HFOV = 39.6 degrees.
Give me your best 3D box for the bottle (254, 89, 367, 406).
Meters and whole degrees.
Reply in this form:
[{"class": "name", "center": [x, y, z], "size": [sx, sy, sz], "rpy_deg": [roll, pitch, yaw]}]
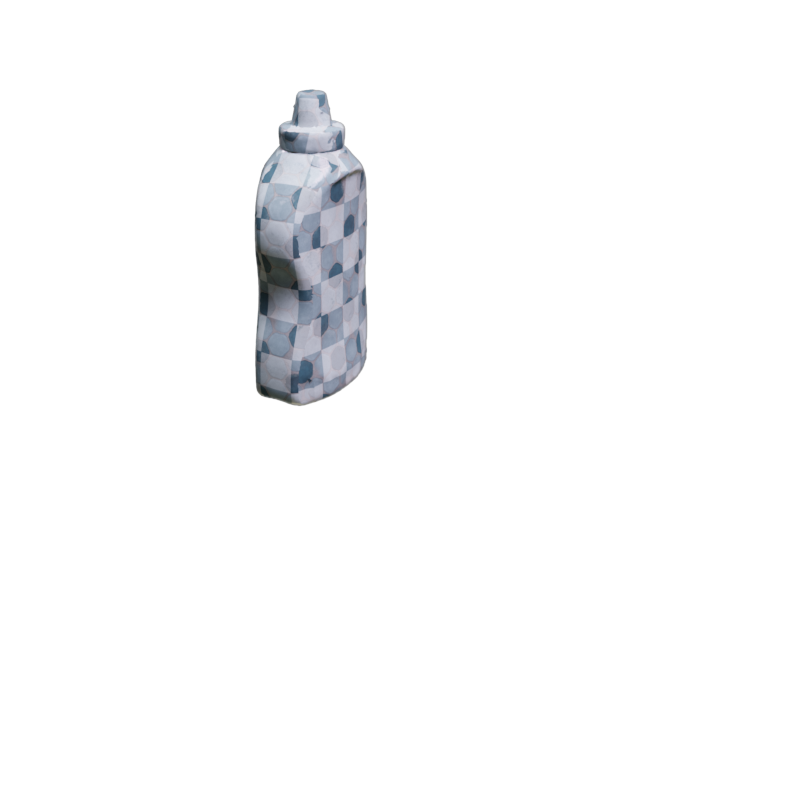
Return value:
[{"class": "bottle", "center": [-0.055, -0.100, 0.702], "size": [0.061, 0.183, 0.096], "rpy_deg": [13, 24, 27]}]
